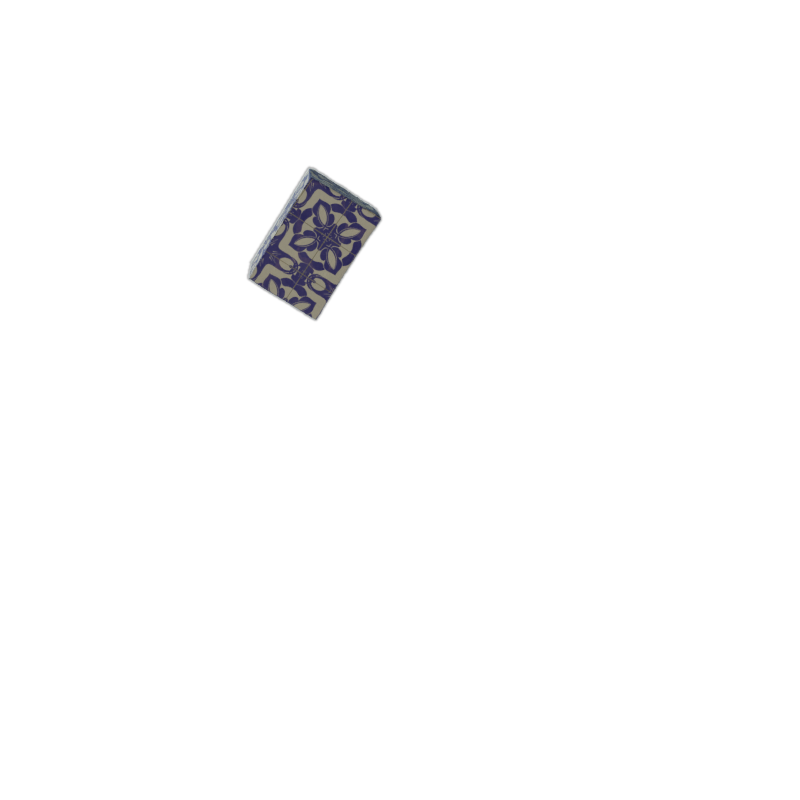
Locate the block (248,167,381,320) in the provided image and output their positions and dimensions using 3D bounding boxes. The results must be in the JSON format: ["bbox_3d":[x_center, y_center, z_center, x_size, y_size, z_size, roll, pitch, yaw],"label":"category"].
[{"bbox_3d":[-0.055,-0.101,0.705,0.052,0.077,0.053,32,11,-10],"label":"block"}]
